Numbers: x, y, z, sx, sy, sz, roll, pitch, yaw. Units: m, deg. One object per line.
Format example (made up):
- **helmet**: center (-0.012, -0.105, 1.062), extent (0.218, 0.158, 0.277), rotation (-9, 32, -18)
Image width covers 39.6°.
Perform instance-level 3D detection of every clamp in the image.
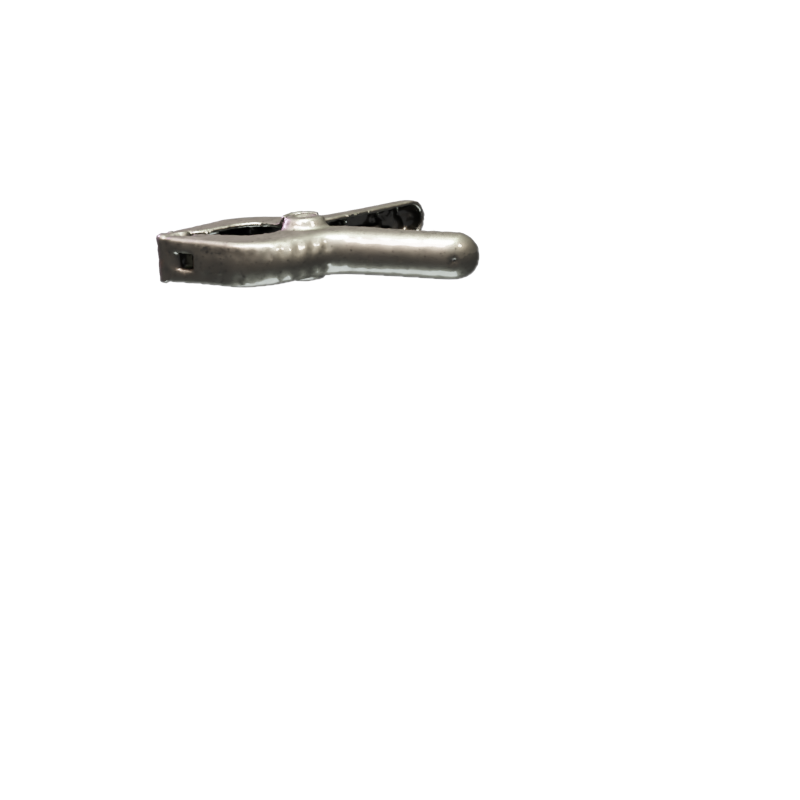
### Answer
- **clamp**: center (-0.049, -0.090, 0.629), extent (0.171, 0.038, 0.124), rotation (-1, 14, -3)
